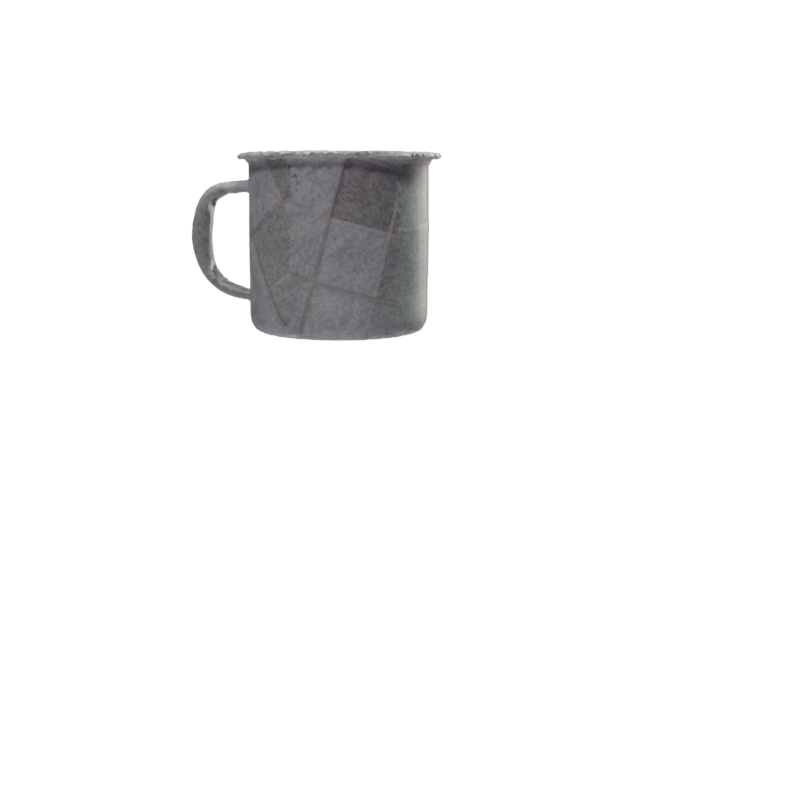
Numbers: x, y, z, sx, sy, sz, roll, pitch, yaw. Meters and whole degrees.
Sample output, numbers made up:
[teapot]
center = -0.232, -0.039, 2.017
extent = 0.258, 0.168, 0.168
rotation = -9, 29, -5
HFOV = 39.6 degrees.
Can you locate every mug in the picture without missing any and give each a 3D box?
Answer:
[mug]
center = -0.040, -0.073, 0.511
extent = 0.119, 0.081, 0.093
rotation = 2, 8, 10
